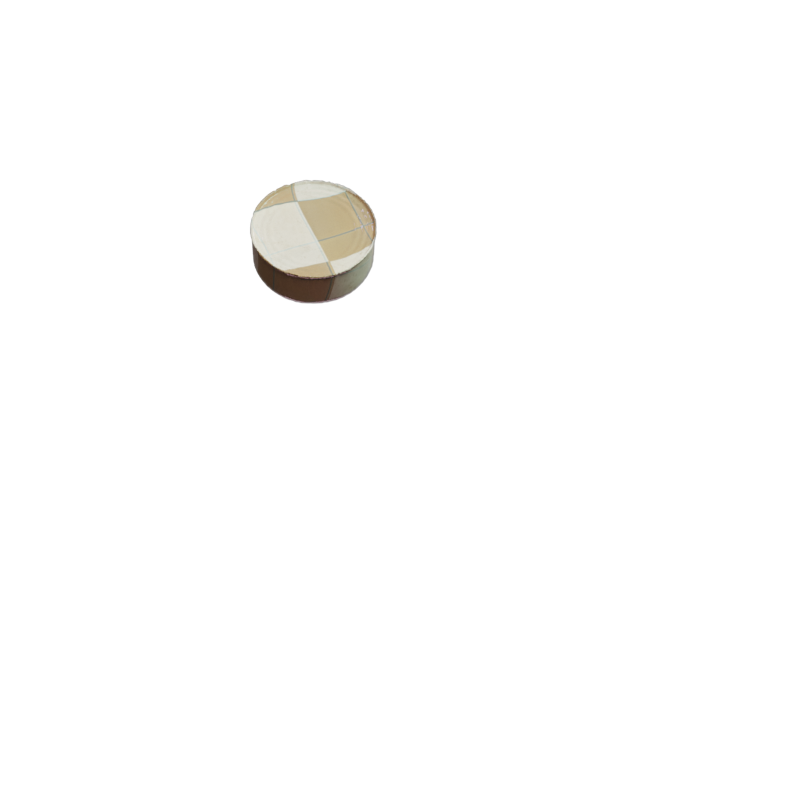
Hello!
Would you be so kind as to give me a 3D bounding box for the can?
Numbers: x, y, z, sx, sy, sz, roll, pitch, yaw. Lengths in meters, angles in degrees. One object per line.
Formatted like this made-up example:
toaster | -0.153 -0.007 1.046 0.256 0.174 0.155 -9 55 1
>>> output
can | -0.060 -0.109 0.761 0.086 0.092 0.031 -1 -36 -1
